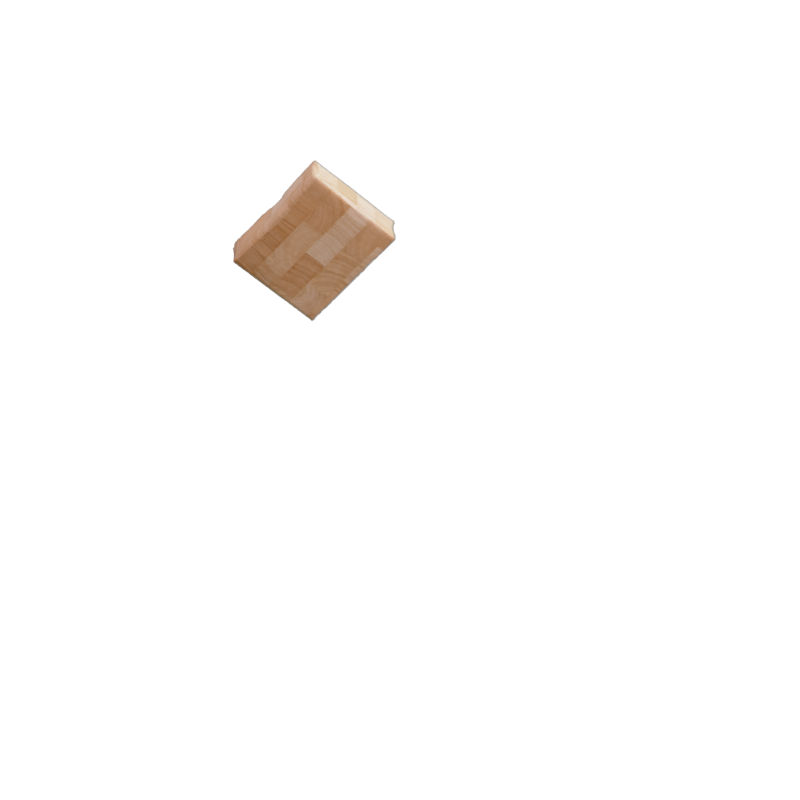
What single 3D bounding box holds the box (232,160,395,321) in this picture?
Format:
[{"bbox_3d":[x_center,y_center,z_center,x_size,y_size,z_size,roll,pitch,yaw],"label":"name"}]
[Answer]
[{"bbox_3d":[-0.059,-0.108,0.755,0.070,0.088,0.032,37,25,-22],"label":"box"}]
